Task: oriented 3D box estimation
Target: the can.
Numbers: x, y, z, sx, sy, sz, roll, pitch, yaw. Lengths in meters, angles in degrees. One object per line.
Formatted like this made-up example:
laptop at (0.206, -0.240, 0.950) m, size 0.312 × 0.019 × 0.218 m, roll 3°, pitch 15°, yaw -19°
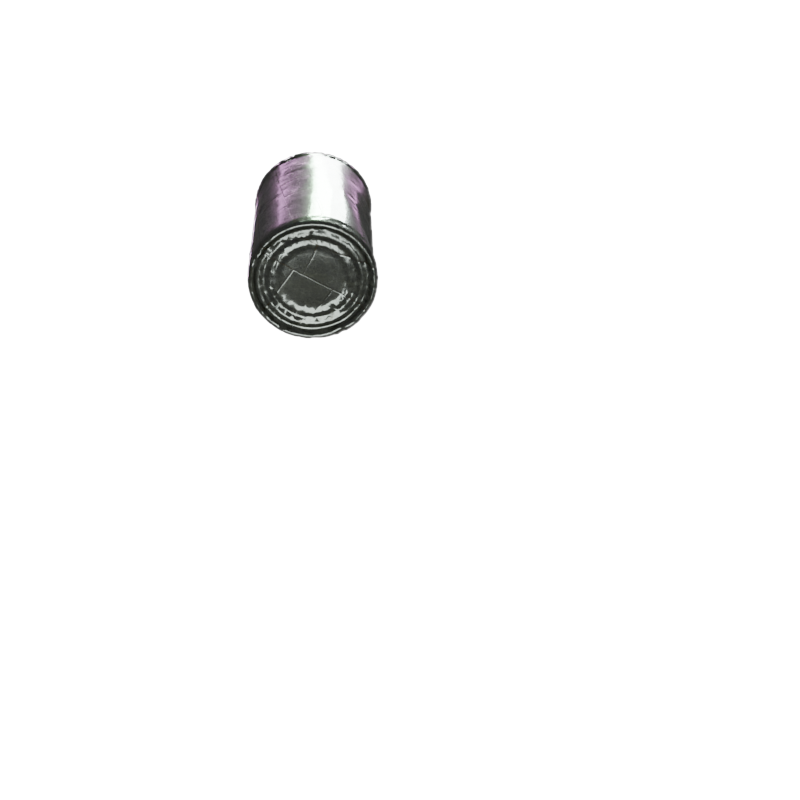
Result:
can at (-0.047, -0.086, 0.601) m, size 0.068 × 0.065 × 0.108 m, roll 0°, pitch 29°, yaw -3°
